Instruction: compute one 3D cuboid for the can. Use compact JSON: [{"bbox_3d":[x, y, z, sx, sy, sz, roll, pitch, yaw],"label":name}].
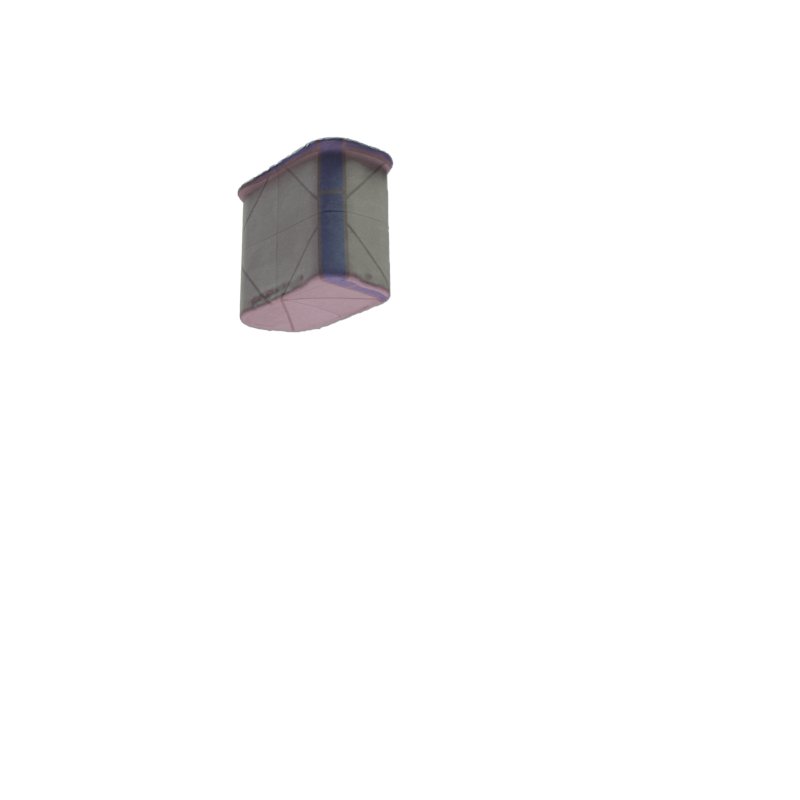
[{"bbox_3d":[-0.050,-0.091,0.638,0.054,0.088,0.103,15,-24,-38],"label":"can"}]
